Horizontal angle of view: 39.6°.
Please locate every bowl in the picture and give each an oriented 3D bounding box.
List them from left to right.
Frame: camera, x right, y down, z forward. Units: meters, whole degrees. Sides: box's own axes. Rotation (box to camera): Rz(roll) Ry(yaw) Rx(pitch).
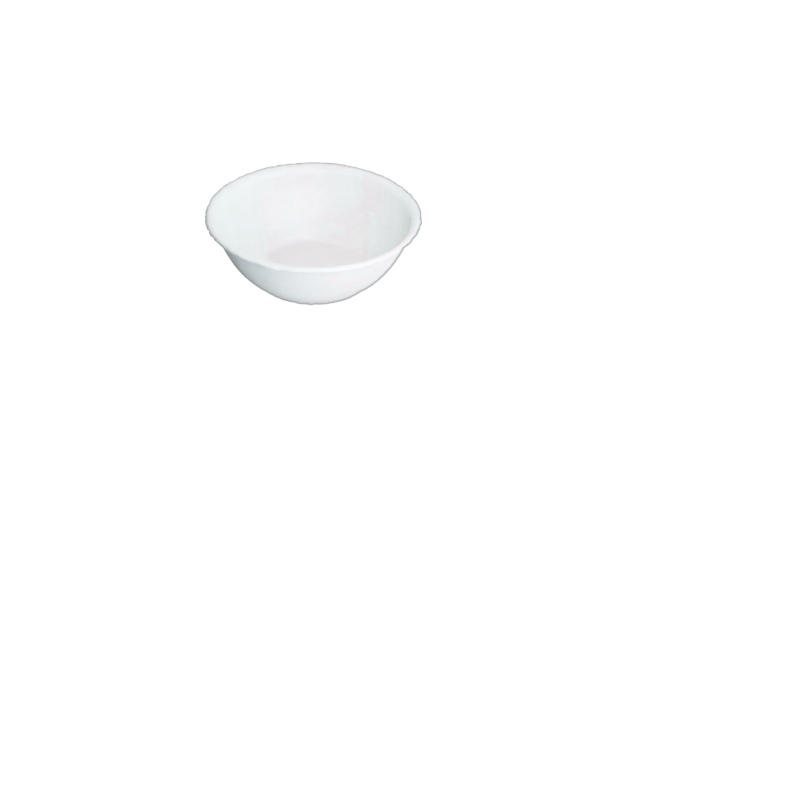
[{"bbox_3d":[-0.066,-0.120,0.841,0.162,0.051,0.173,-1,37,-2],"label":"bowl"}]
